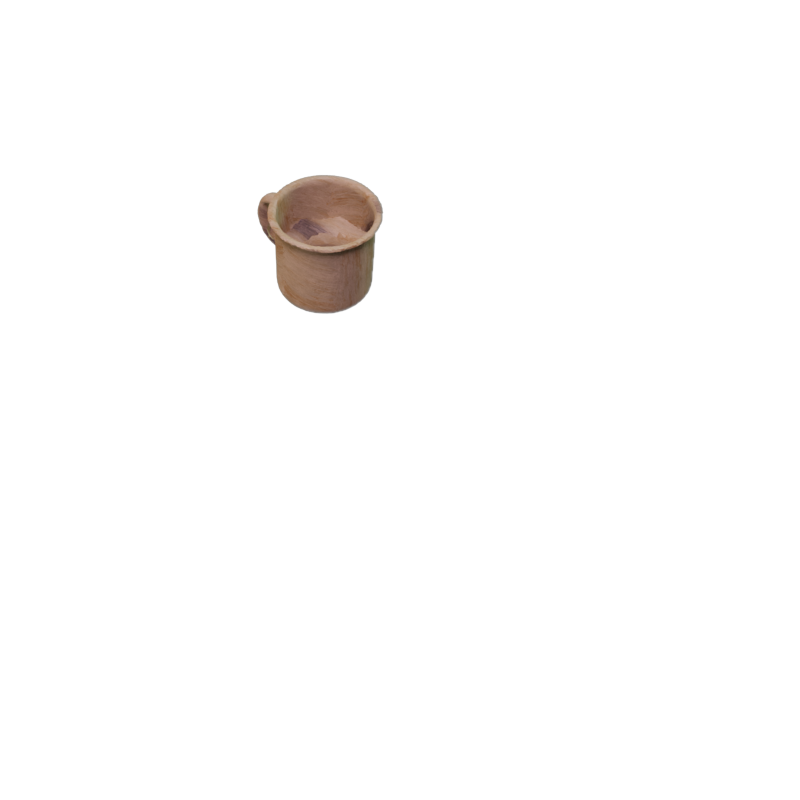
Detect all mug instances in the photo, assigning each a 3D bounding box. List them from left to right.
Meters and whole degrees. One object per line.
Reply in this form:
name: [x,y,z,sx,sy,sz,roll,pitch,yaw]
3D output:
mug: [-0.072,-0.132,0.922,0.123,0.076,0.095,28,52,23]
